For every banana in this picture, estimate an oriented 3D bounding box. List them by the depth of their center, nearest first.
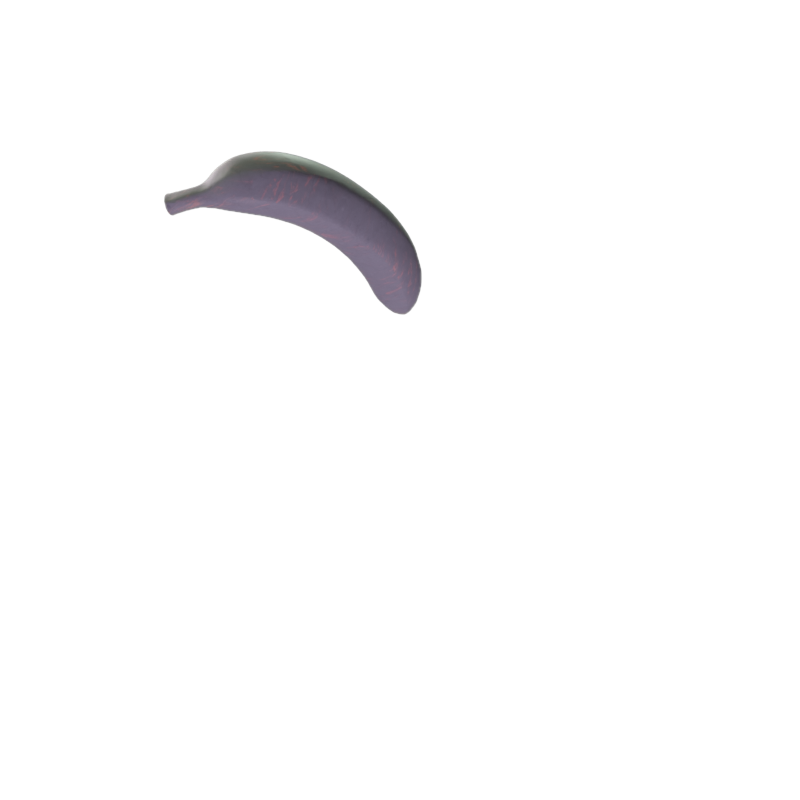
[{"bbox_3d":[-0.041,-0.101,0.651,0.185,0.039,0.070,23,-35,-39],"label":"banana"}]
